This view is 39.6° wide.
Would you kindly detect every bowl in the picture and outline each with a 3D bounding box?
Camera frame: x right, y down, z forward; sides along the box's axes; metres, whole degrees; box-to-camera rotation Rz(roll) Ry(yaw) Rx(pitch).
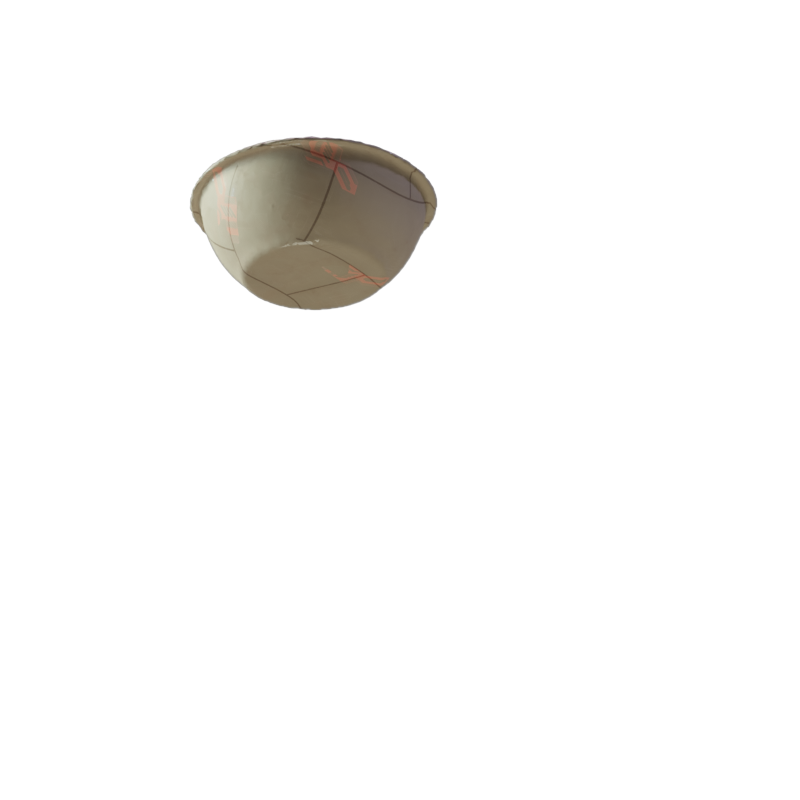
[{"bbox_3d":[-0.056,-0.102,0.716,0.162,0.058,0.153,1,-24,-2],"label":"bowl"}]
